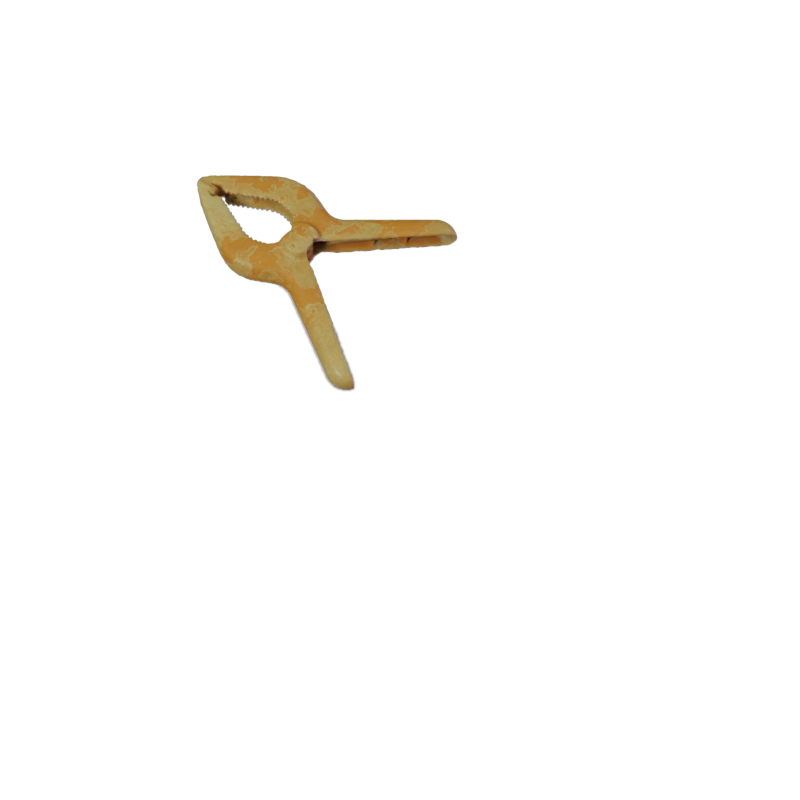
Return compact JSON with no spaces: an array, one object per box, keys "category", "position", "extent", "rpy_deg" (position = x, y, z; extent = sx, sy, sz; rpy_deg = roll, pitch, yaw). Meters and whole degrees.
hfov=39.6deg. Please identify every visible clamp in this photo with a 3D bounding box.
[{"category":"clamp","position":[-0.070,-0.128,0.898],"extent":[0.219,0.167,0.034],"rpy_deg":[37,-20,16]}]
